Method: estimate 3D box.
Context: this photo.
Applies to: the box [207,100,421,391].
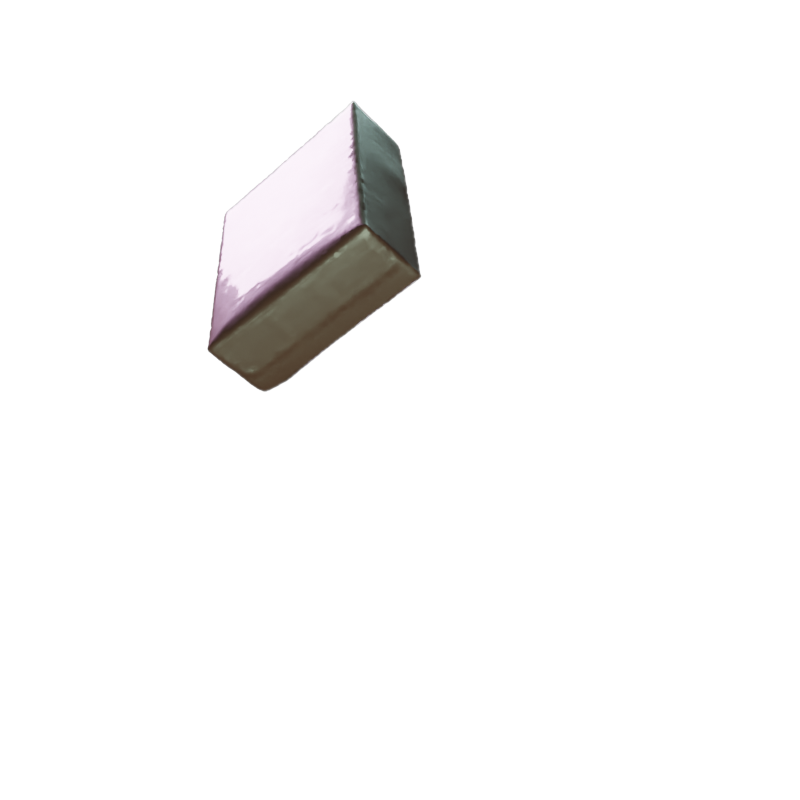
[{"bbox_3d":[-0.071,-0.130,0.908,0.163,0.229,0.068,-36,-59,21],"label":"box"}]
